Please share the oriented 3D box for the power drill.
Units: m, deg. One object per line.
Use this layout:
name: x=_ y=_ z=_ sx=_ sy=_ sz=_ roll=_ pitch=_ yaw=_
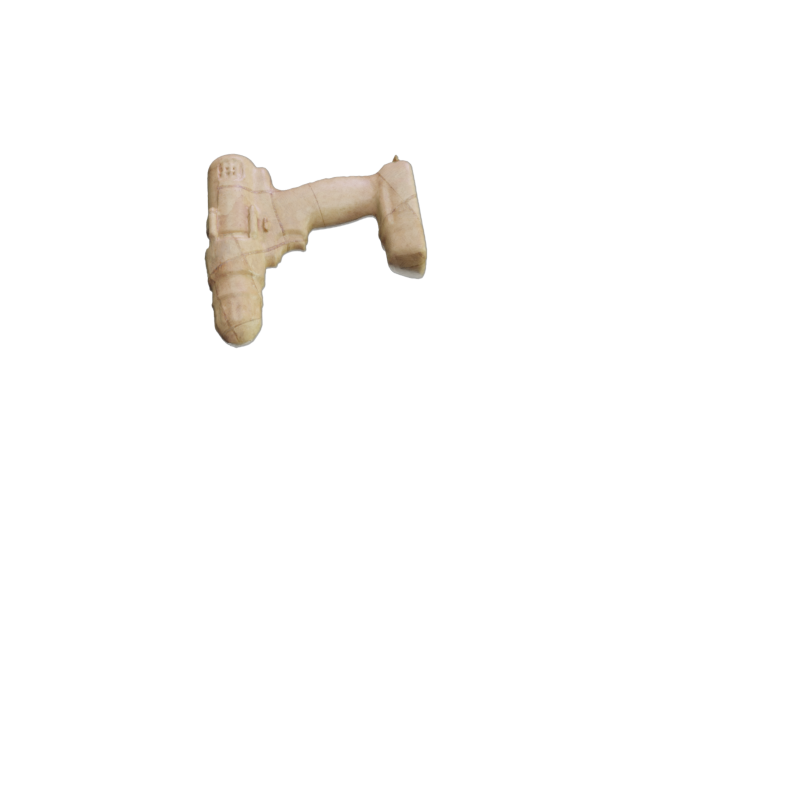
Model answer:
power drill: x=-0.075 y=-0.136 z=0.953 sx=0.187 sy=0.196 sz=0.054 roll=-5 pitch=-28 yaw=-3
